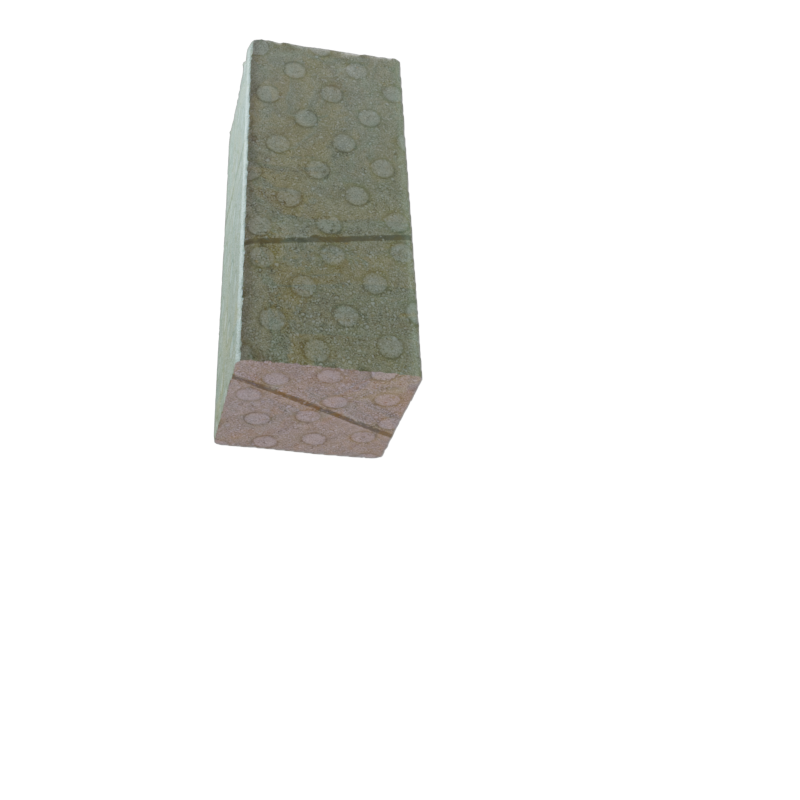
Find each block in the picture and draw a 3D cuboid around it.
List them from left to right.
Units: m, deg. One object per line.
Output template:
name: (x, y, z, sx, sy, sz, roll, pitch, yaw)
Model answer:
block: (-0.047, -0.085, 0.596, 0.089, 0.220, 0.086, 5, -34, -12)
